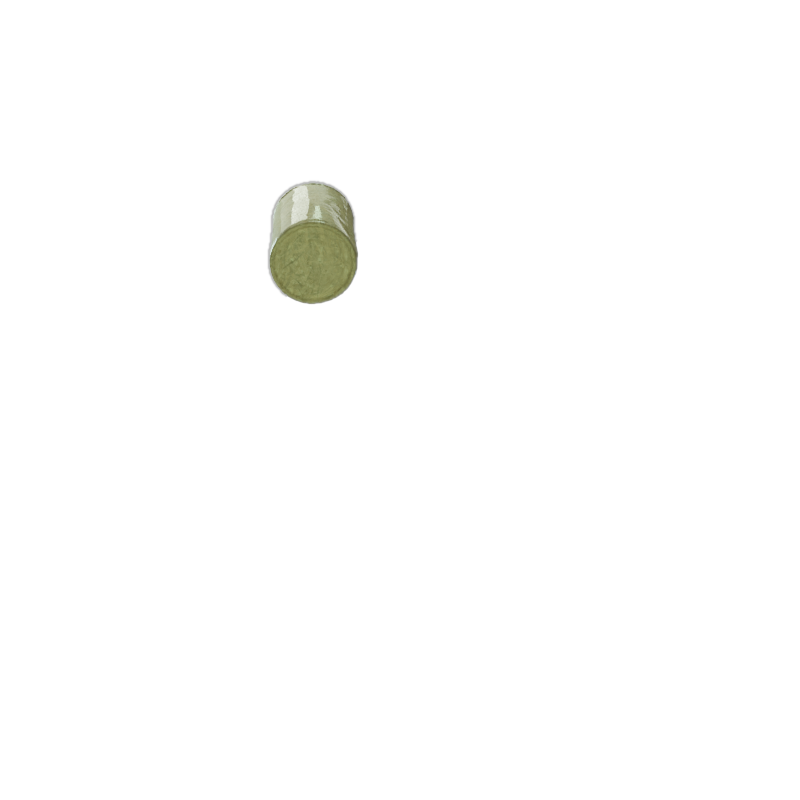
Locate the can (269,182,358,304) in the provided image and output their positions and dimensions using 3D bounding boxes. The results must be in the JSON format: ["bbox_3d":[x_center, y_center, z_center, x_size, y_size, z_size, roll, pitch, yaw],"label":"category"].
[{"bbox_3d":[-0.068,-0.125,0.873,0.068,0.065,0.108,0,25,-3],"label":"can"}]
